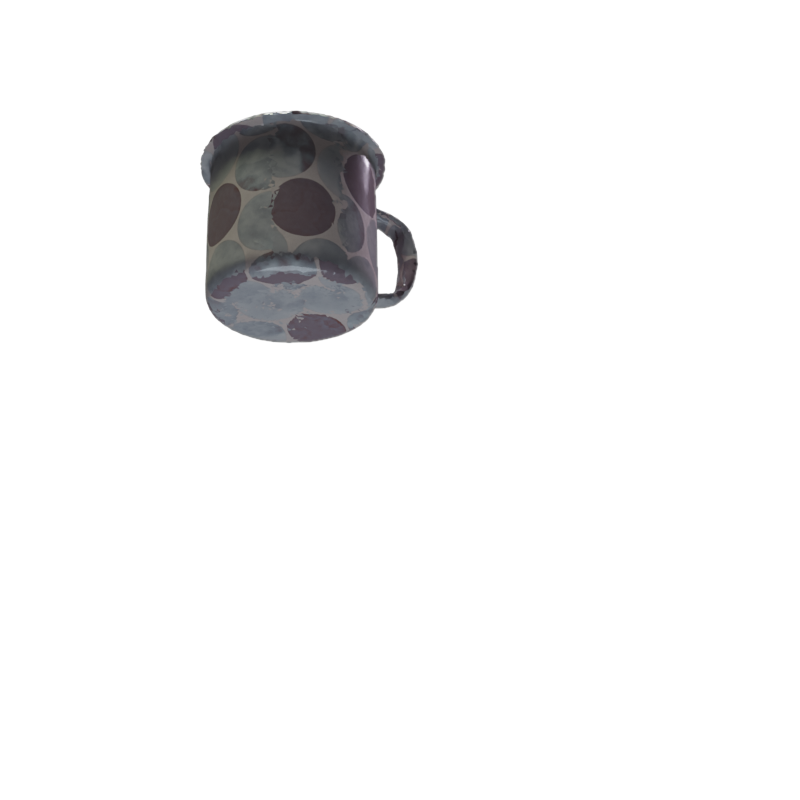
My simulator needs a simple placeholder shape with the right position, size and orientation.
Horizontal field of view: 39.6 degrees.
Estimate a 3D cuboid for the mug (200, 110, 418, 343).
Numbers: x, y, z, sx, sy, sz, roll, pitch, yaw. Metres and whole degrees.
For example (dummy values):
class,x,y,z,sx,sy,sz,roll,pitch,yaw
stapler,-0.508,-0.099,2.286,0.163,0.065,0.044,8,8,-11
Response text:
class,x,y,z,sx,sy,sz,roll,pitch,yaw
mug,-0.042,-0.077,0.542,0.111,0.087,0.092,16,-31,-30
